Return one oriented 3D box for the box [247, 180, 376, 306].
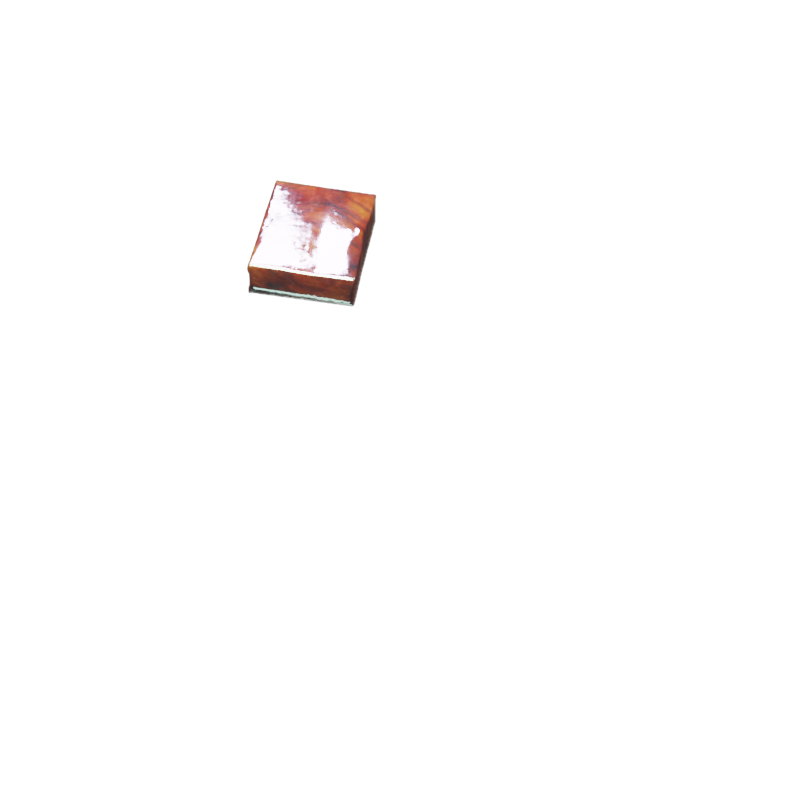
[{"bbox_3d":[-0.060,-0.108,0.760,0.074,0.095,0.028,8,-41,6],"label":"box"}]
